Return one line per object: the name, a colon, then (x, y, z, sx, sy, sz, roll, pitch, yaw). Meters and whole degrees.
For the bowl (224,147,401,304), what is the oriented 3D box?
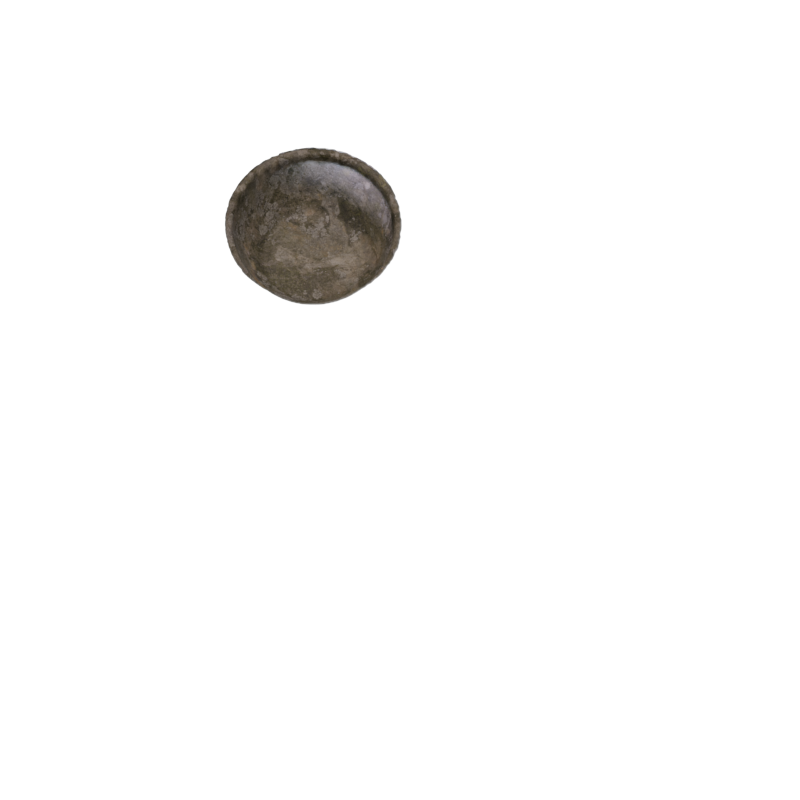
bowl: (-0.077, -0.141, 0.990, 0.162, 0.152, 0.059, 1, 34, -1)
